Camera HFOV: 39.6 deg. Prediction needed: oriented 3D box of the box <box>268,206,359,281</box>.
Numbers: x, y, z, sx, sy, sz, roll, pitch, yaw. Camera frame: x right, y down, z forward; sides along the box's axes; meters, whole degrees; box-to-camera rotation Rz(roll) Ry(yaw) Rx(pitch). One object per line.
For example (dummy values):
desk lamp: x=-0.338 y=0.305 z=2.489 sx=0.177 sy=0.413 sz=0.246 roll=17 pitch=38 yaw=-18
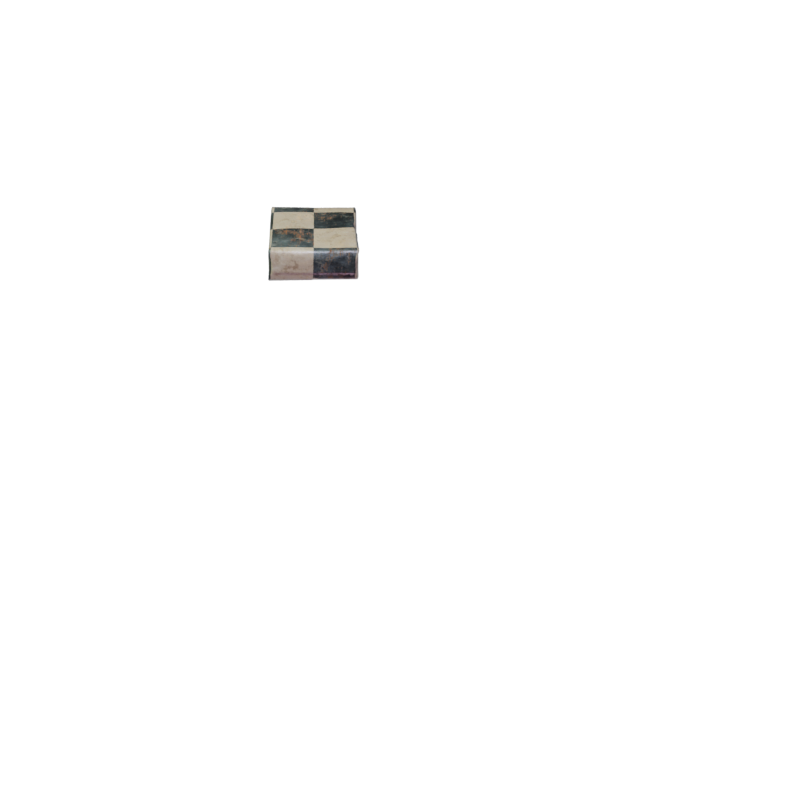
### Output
box: x=-0.072 y=-0.131 z=0.919 sx=0.073 sy=0.028 sz=0.095 roll=-1 pitch=31 yaw=-2
